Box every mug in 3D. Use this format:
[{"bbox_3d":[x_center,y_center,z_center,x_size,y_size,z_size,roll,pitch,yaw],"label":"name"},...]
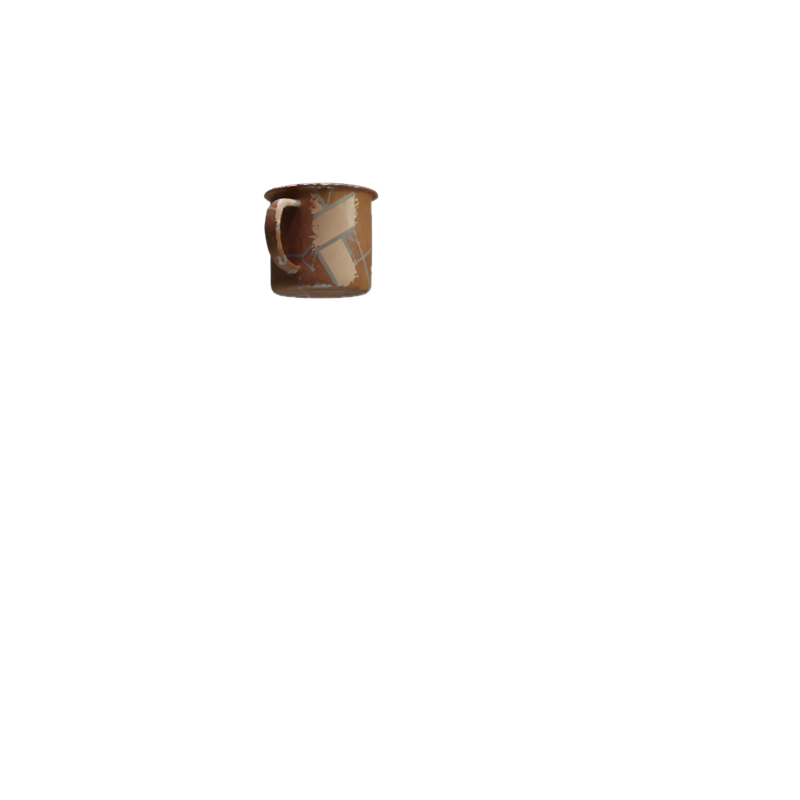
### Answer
[{"bbox_3d":[-0.069,-0.126,0.883,0.096,0.083,0.112,-3,-5,28],"label":"mug"}]
